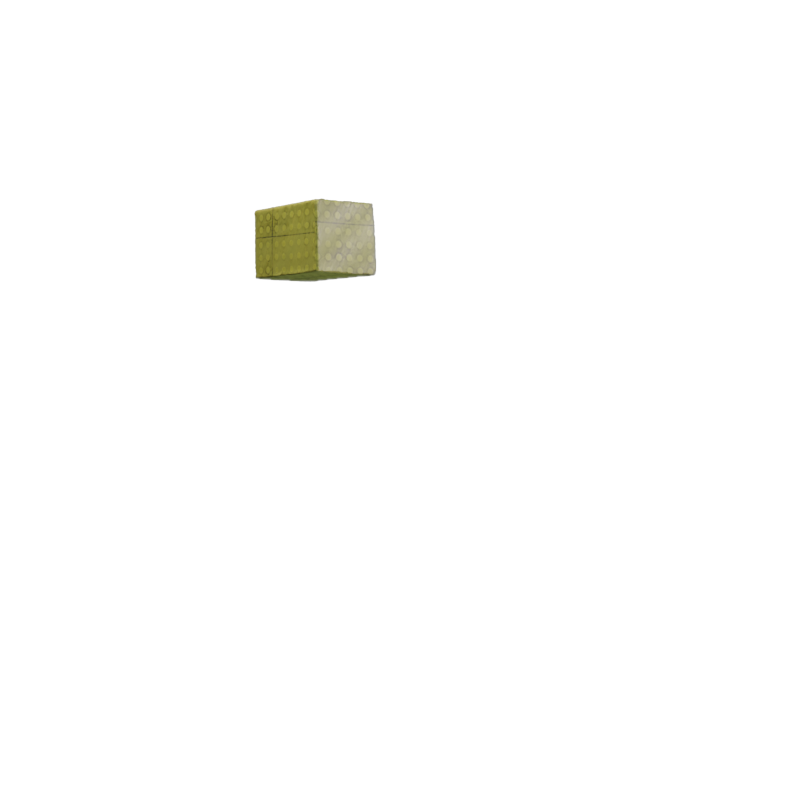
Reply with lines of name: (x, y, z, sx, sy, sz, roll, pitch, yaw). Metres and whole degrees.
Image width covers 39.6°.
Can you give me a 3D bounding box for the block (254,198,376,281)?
block: (-0.062, -0.112, 0.788, 0.051, 0.052, 0.081, 1, -1, -40)
